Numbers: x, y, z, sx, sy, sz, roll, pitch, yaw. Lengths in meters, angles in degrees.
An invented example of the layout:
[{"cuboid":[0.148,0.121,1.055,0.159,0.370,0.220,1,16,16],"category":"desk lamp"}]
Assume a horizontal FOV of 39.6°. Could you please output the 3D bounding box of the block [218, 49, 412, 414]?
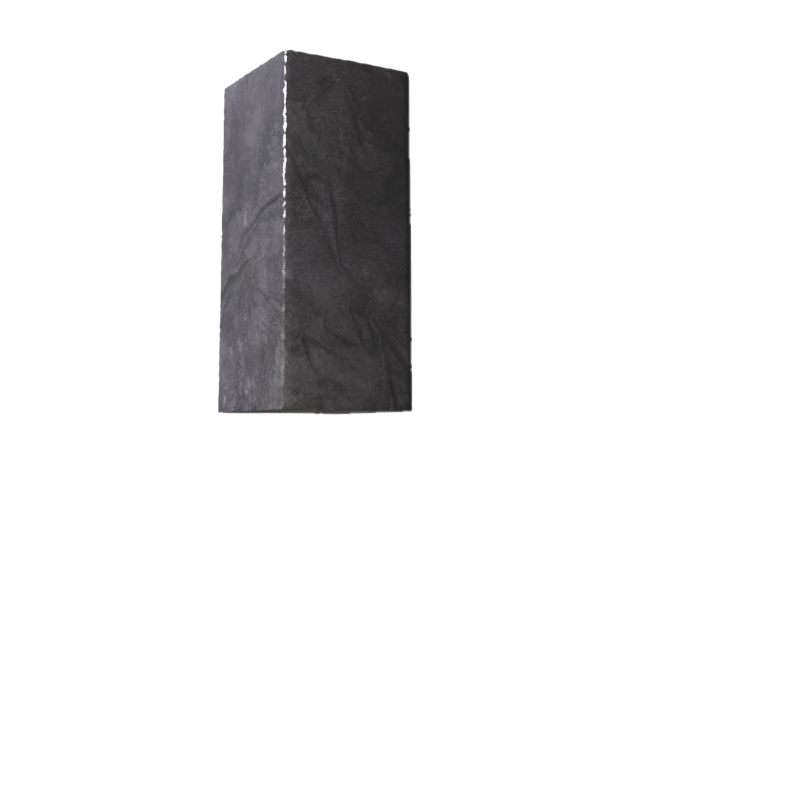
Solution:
[{"cuboid":[-0.052,-0.097,0.678,0.087,0.211,0.092,5,-10,-31],"category":"block"}]
